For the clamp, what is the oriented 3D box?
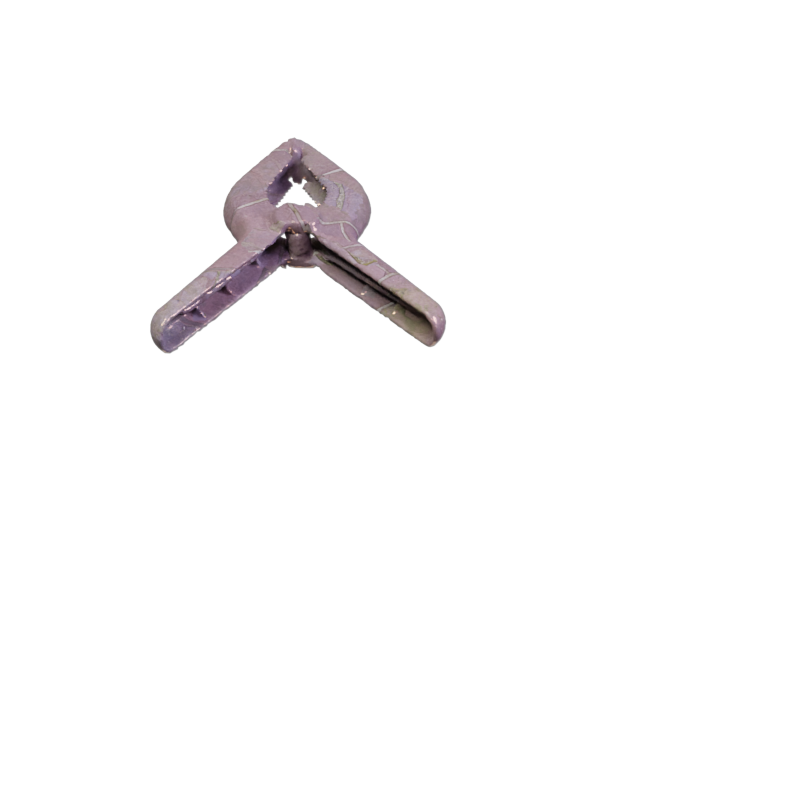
[{"bbox_3d":[-0.054,-0.098,0.689,0.165,0.034,0.224,2,40,3],"label":"clamp"}]
